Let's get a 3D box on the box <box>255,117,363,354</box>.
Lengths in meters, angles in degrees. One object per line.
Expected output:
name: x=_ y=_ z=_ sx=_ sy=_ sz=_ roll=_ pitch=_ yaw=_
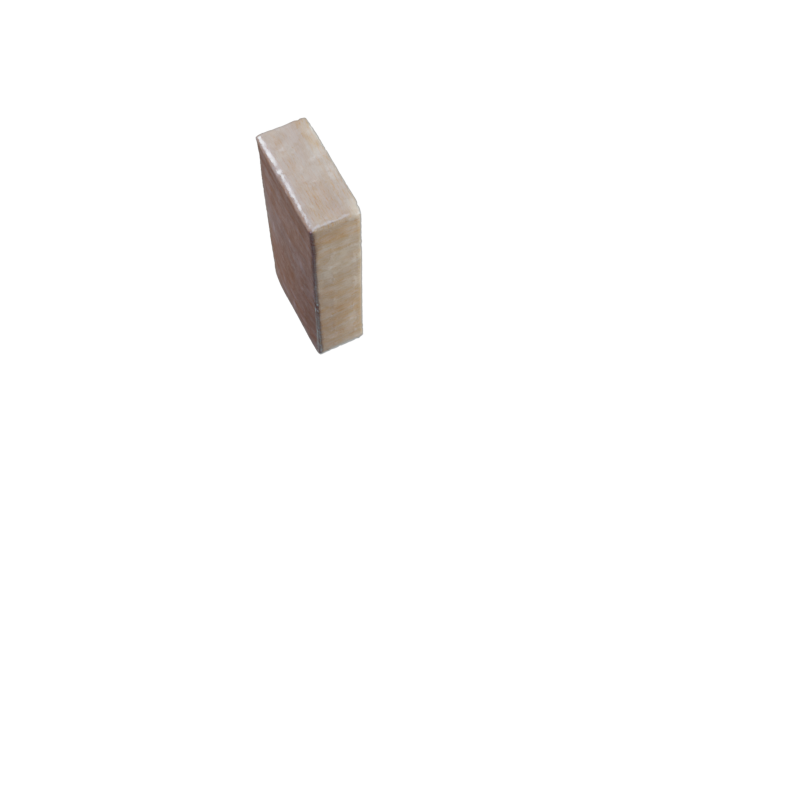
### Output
box: x=-0.064 y=-0.117 z=0.818 sx=0.048 sy=0.100 sz=0.166 roll=-22 pitch=-24 yaw=-14
